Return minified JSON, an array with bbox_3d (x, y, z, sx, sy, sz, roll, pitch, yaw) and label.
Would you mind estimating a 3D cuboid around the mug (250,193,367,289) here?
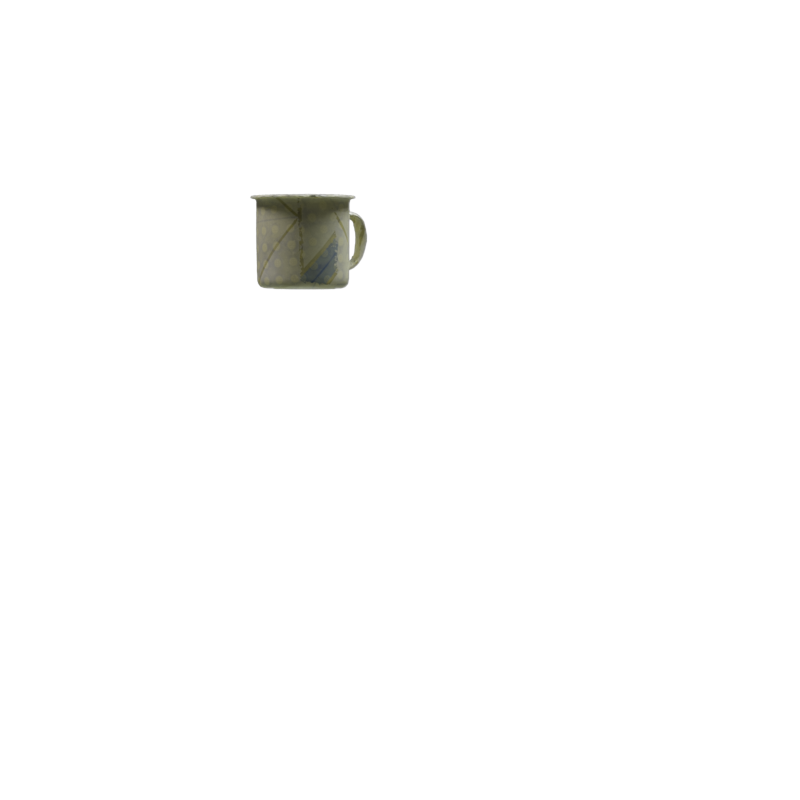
[{"bbox_3d":[-0.077,-0.141,0.986,0.113,0.081,0.097,-5,7,-43],"label":"mug"}]
